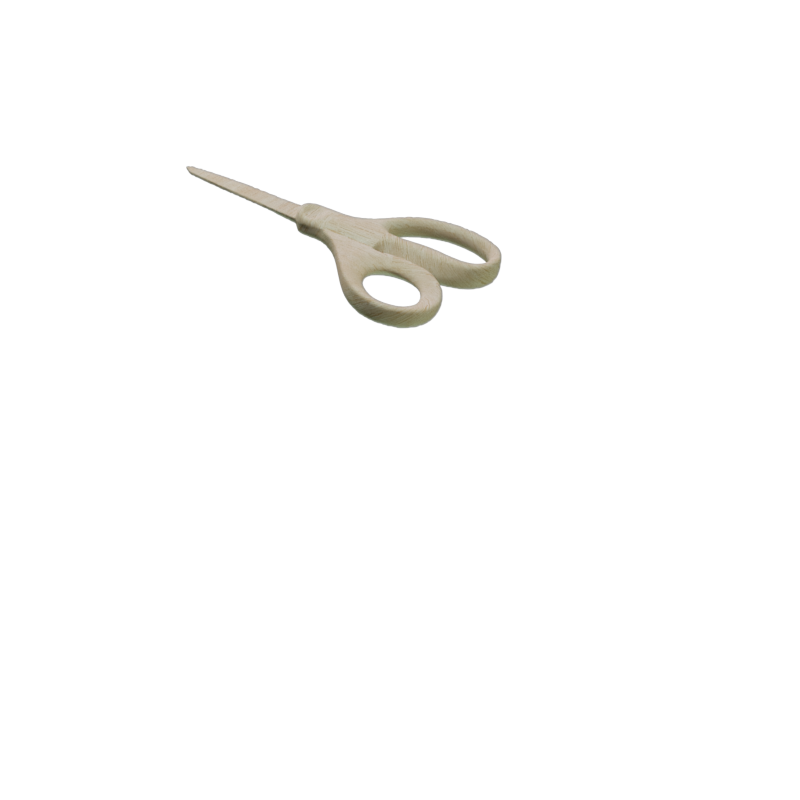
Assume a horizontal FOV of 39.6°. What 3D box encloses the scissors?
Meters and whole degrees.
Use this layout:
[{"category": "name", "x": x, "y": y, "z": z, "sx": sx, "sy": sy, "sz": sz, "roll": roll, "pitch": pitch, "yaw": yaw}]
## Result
[{"category": "scissors", "x": -0.048, "y": -0.087, "z": 0.607, "sx": 0.208, "sy": 0.015, "sz": 0.100, "roll": 14, "pitch": 41, "yaw": 17}]
